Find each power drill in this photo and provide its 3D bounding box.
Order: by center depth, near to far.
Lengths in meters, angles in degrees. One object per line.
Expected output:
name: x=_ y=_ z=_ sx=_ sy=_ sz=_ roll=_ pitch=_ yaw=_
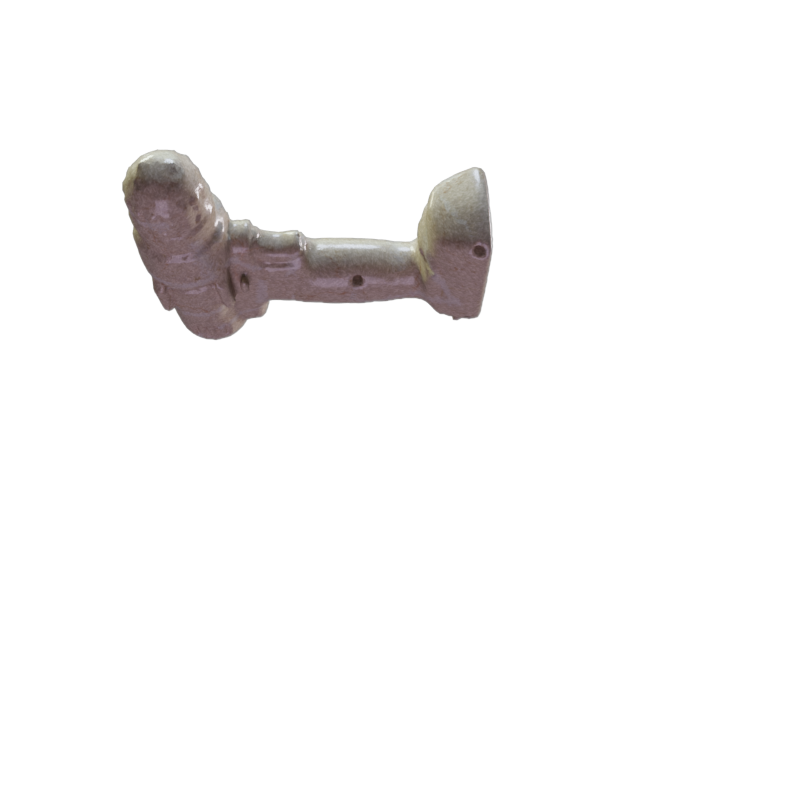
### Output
power drill: x=-0.047 y=-0.086 z=0.602 sx=0.188 sy=0.060 sz=0.175 roll=-1 pitch=-17 yaw=2
